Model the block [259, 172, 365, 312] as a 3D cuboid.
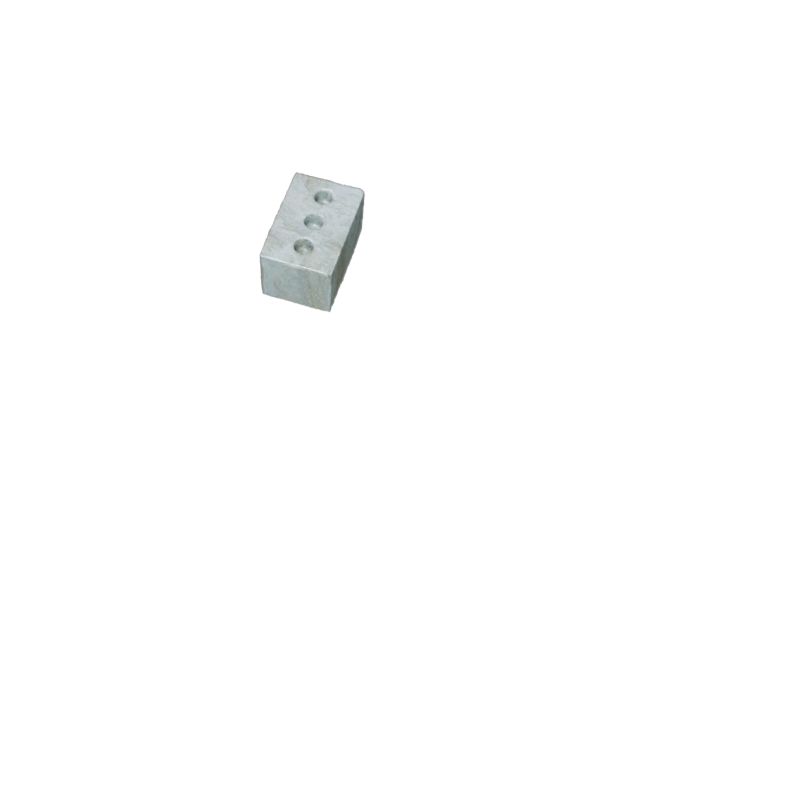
[{"bbox_3d":[-0.061,-0.111,0.776,0.054,0.082,0.048,15,-31,7],"label":"block"}]
